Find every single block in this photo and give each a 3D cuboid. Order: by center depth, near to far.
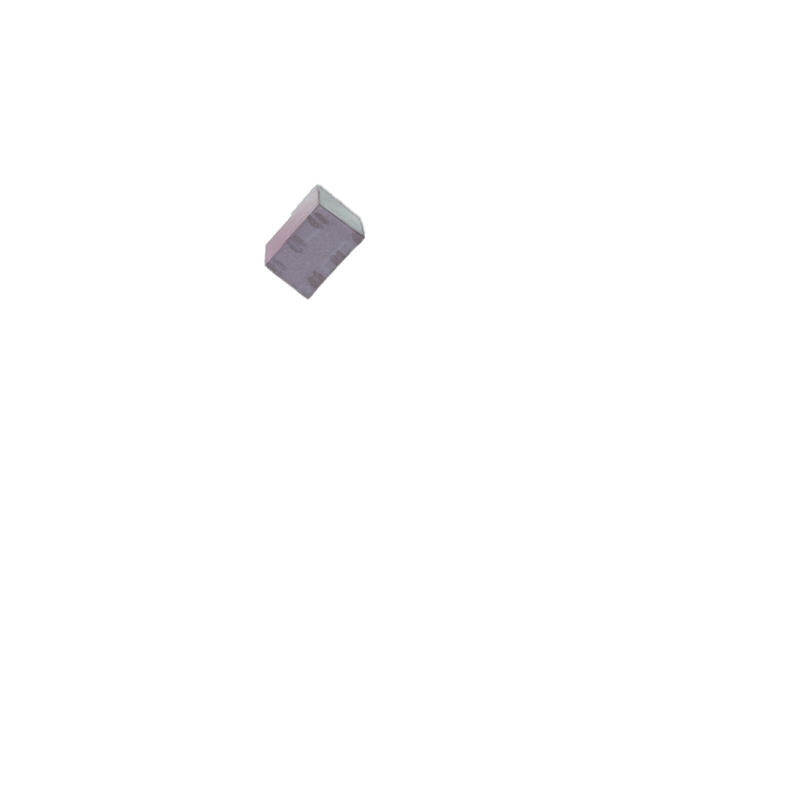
[{"bbox_3d":[-0.076,-0.139,0.976,0.051,0.077,0.054,38,19,-19],"label":"block"}]
